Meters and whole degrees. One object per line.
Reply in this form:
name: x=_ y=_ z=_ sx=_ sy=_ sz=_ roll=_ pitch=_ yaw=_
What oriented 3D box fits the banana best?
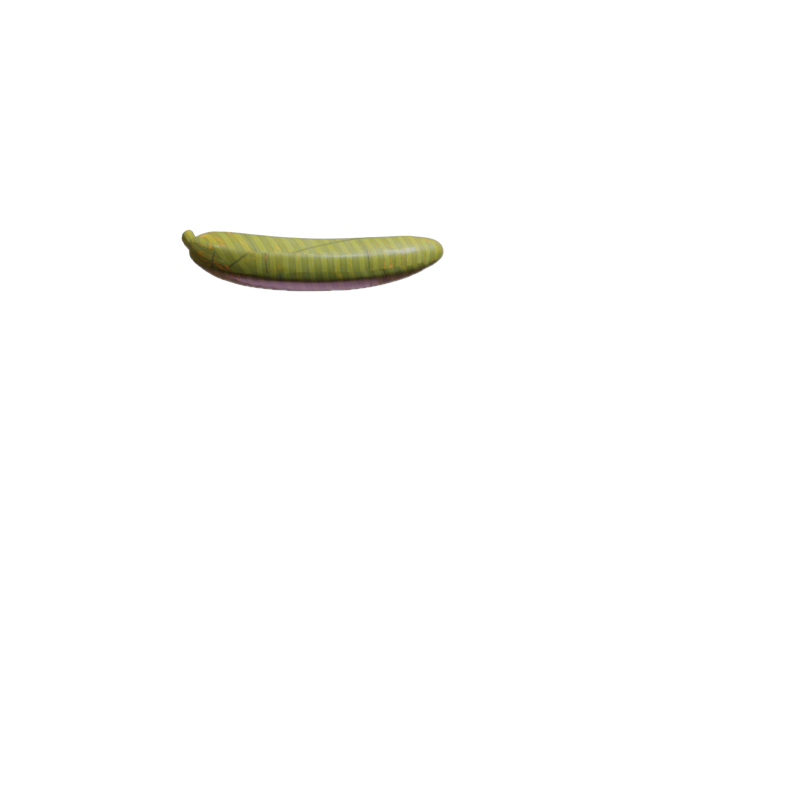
banana: x=-0.069 y=-0.105 z=0.799 sx=0.200 sy=0.034 sz=0.073 roll=5 pitch=36 yaw=7
